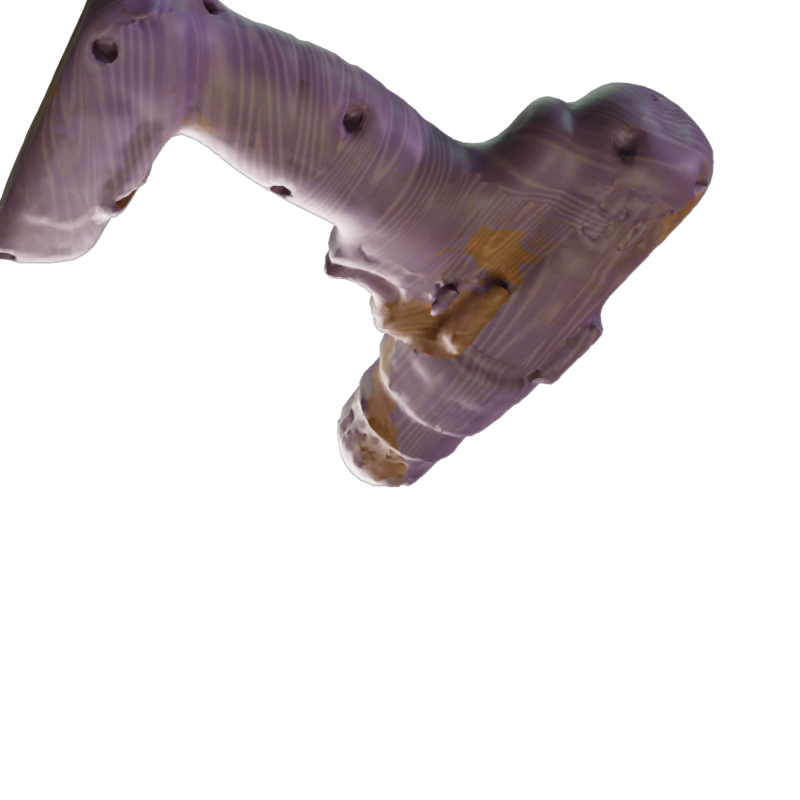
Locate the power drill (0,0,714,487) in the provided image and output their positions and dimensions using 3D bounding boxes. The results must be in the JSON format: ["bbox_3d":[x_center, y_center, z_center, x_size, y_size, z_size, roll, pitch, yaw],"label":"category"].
[{"bbox_3d":[-0.028,-0.050,0.351,0.181,0.062,0.178,21,-49,-20],"label":"power drill"}]
